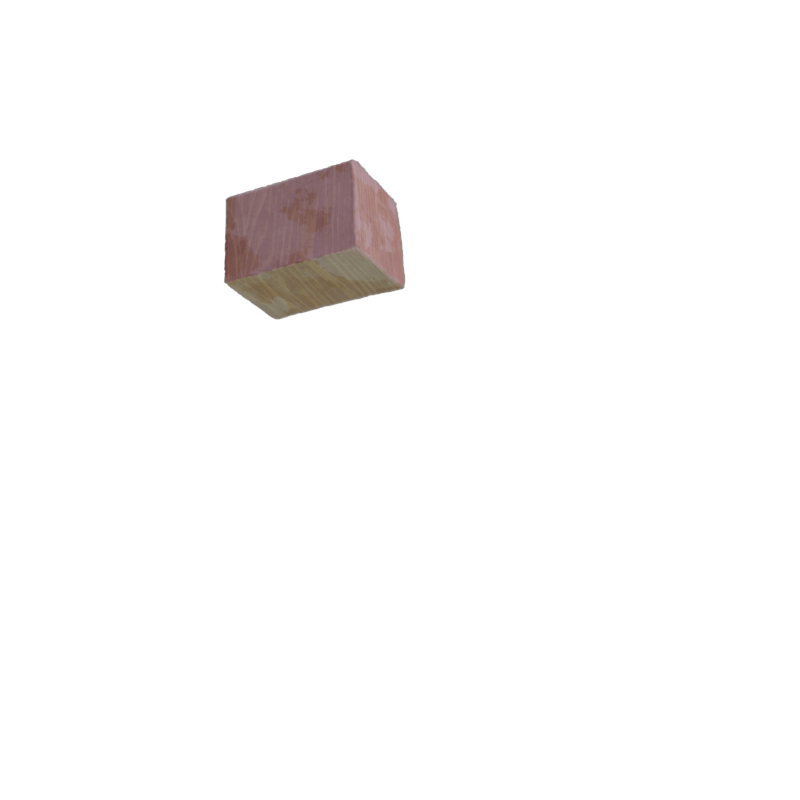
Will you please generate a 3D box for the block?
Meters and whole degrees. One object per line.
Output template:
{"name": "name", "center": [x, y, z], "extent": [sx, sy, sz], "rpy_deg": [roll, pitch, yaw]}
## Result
{"name": "block", "center": [-0.044, -0.080, 0.563], "extent": [0.079, 0.054, 0.049], "rpy_deg": [-12, -27, 24]}
